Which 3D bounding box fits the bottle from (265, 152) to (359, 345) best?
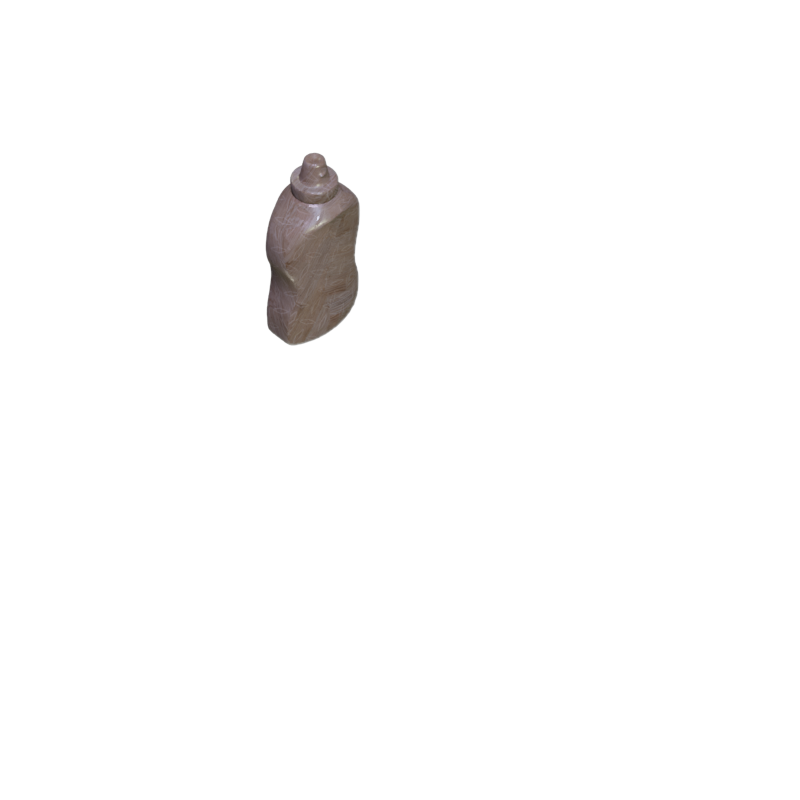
[{"bbox_3d":[-0.077,-0.140,0.985,0.062,0.179,0.097,37,56,26],"label":"bottle"}]
